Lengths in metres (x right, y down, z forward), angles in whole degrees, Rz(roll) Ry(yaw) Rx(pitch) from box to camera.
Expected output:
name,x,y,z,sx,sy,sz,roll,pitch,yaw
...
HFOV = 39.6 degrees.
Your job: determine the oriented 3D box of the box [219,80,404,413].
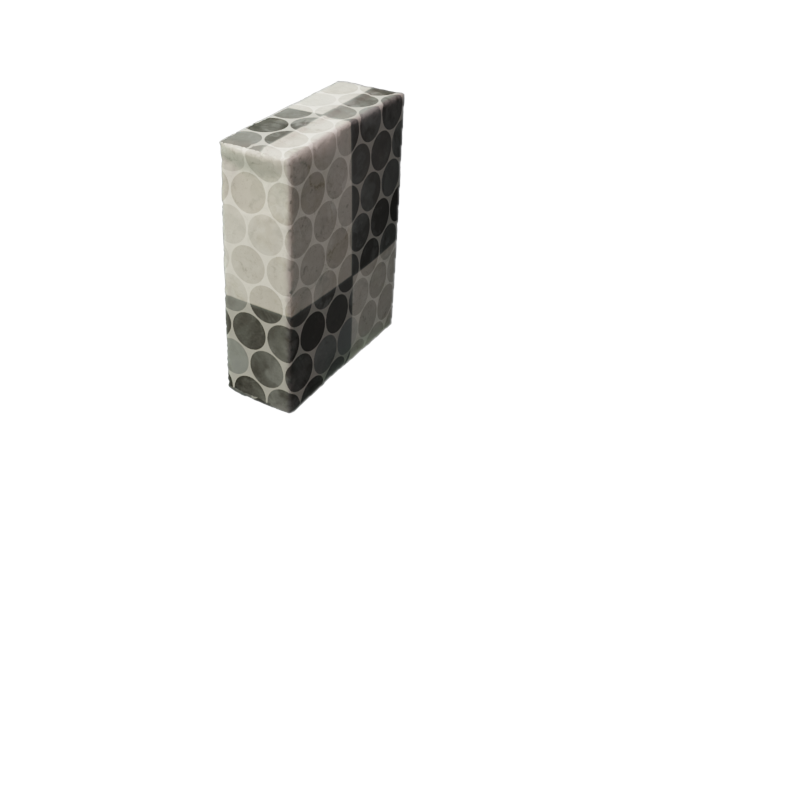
name,x,y,z,sx,sy,sz,roll,pitch,yaw
box,-0.068,-0.124,0.872,0.075,0.201,0.166,17,33,24
